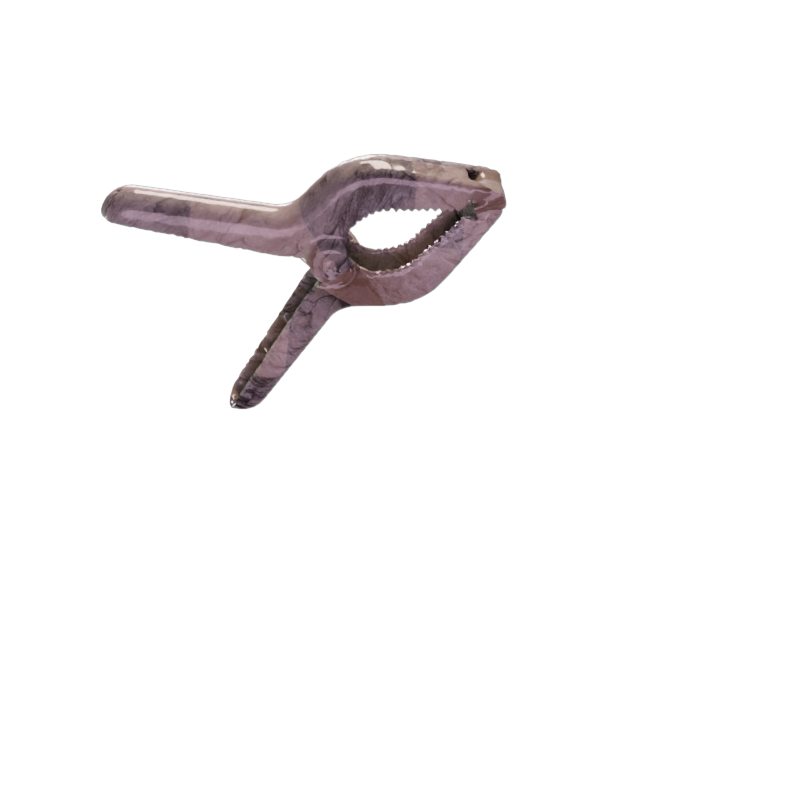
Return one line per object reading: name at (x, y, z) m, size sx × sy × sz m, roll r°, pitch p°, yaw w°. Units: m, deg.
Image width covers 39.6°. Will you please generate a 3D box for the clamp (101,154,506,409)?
clamp at (-0.048, -0.087, 0.610) m, size 0.210 × 0.153 × 0.039 m, roll -24°, pitch 35°, yaw 18°
